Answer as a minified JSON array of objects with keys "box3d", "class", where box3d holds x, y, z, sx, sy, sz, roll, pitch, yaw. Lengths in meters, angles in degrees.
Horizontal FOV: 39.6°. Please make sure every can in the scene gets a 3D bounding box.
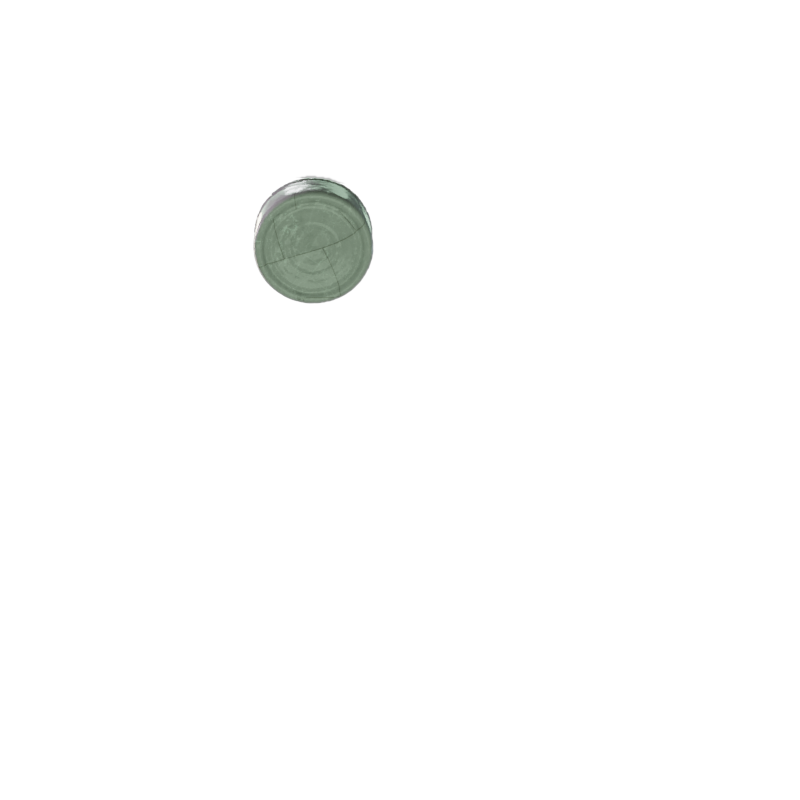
[{"box3d":[-0.062,-0.113,0.790,0.086,0.082,0.035,1,22,-1],"class":"can"}]
